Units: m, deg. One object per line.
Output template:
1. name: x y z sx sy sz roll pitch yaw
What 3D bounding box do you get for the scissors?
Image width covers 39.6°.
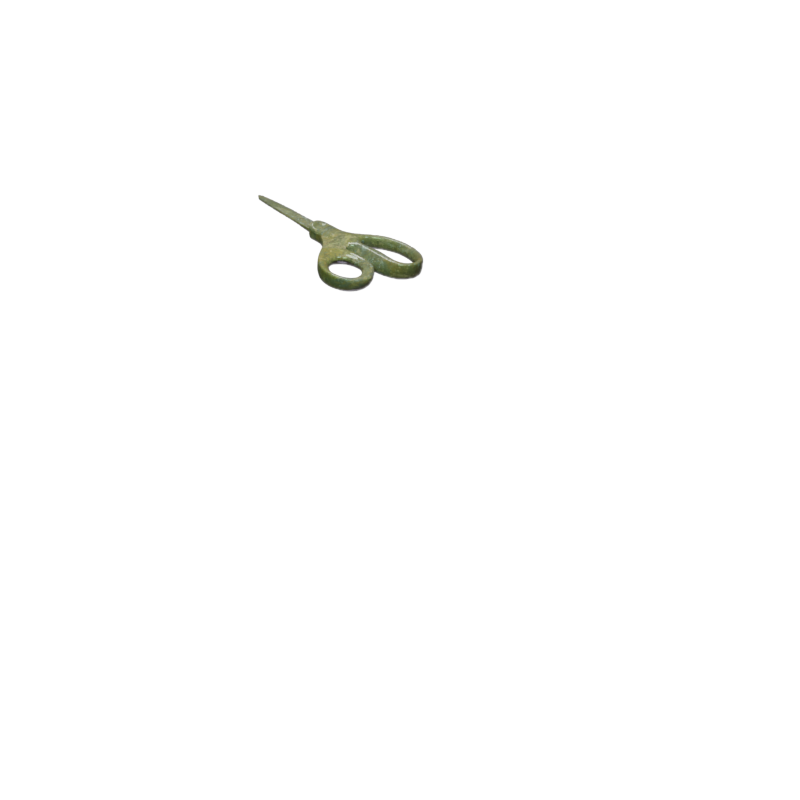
1. scissors: -0.075 -0.137 0.962 0.213 0.015 0.097 22 38 31
